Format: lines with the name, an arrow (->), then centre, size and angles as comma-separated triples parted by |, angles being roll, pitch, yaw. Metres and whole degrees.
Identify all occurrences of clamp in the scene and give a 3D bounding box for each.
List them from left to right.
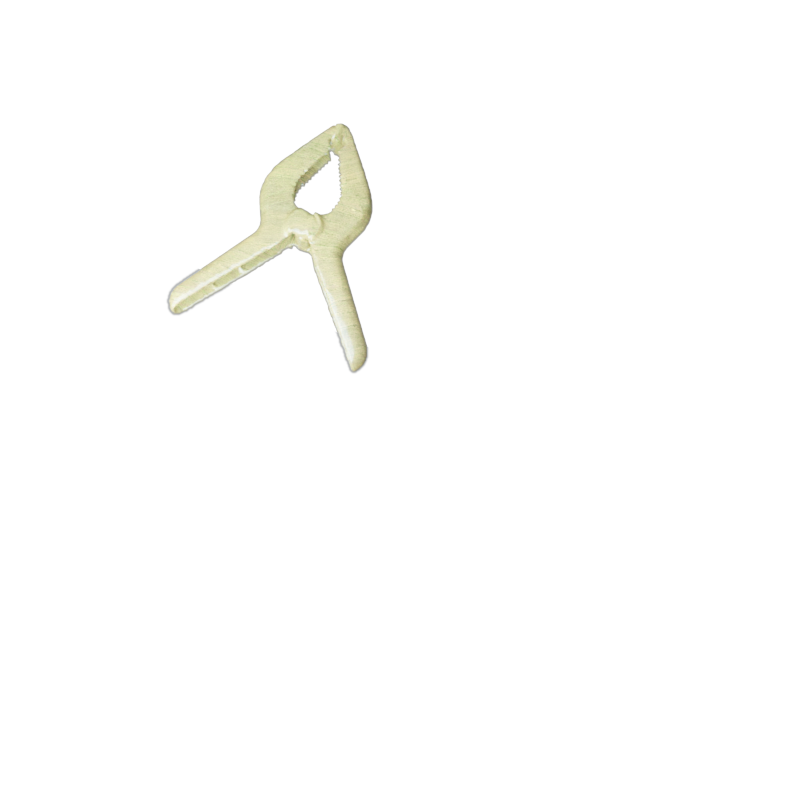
clamp -> -0.071, -0.130, 0.909 | 0.168, 0.217, 0.034 | 23, -21, 9
